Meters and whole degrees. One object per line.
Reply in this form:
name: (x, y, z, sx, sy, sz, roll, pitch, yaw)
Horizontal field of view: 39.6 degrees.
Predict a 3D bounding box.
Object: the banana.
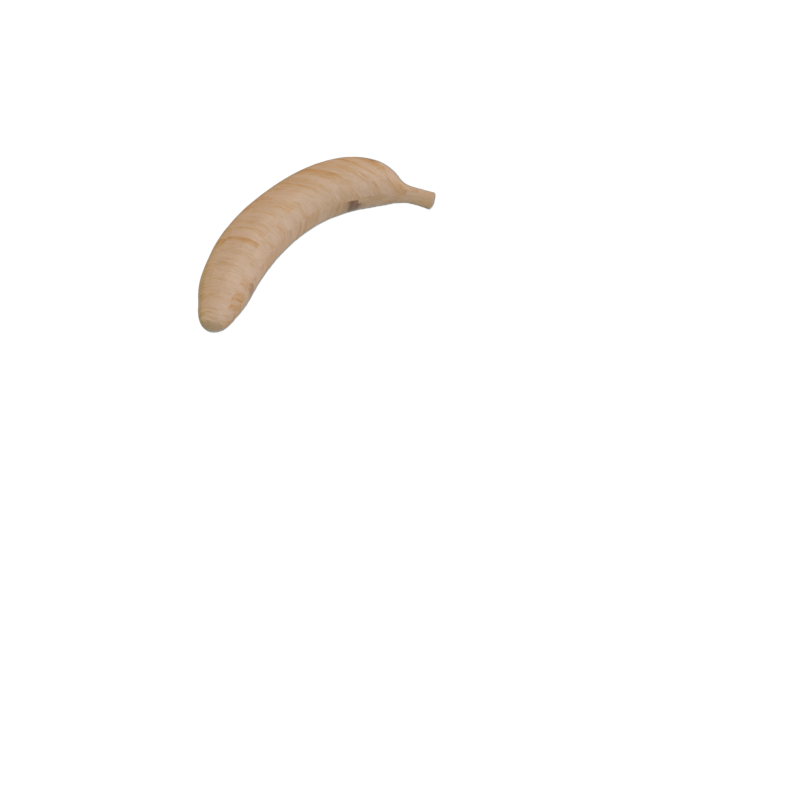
banana: (-0.065, -0.112, 0.713, 0.074, 0.034, 0.199, 35, 54, 29)
